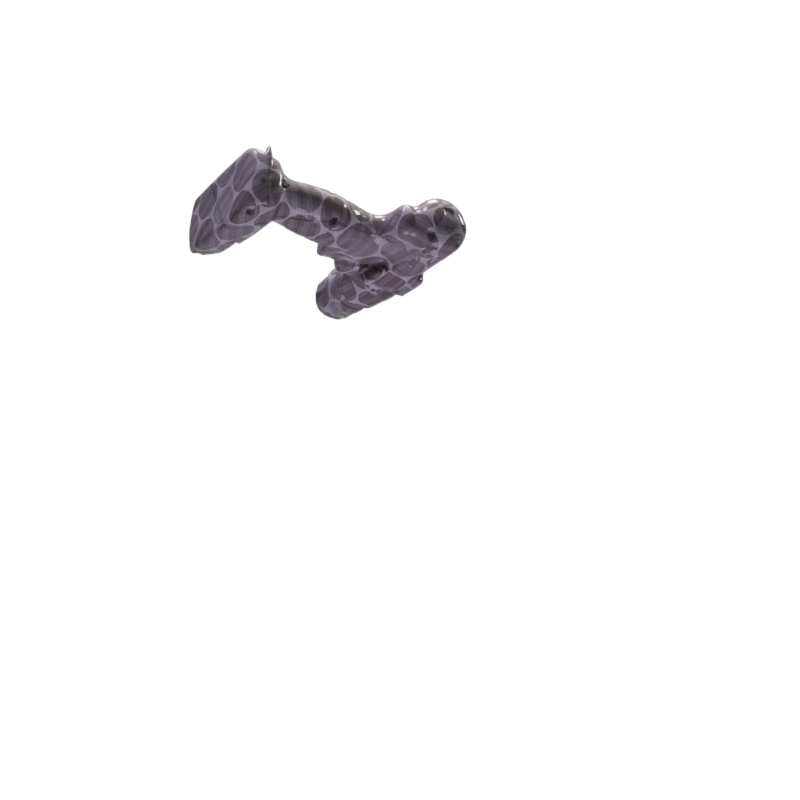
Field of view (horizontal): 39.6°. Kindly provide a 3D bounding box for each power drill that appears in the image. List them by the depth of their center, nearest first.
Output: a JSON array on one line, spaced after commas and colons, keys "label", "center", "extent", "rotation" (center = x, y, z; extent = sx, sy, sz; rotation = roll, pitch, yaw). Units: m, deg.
[{"label": "power drill", "center": [-0.069, -0.126, 0.886], "extent": [0.179, 0.061, 0.183], "rotation": [14, -28, -30]}]
